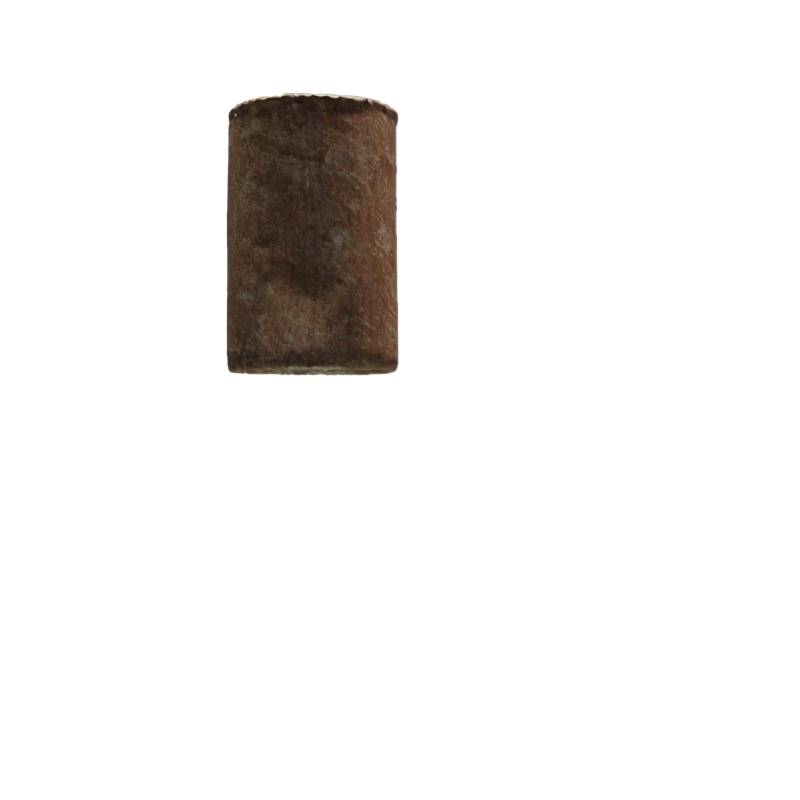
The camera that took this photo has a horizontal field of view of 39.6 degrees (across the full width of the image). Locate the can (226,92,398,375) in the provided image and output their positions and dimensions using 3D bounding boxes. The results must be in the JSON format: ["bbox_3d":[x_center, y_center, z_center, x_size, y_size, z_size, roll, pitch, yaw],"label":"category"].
[{"bbox_3d":[-0.034,-0.062,0.434,0.068,0.104,0.067,0,-6,-2],"label":"can"}]
